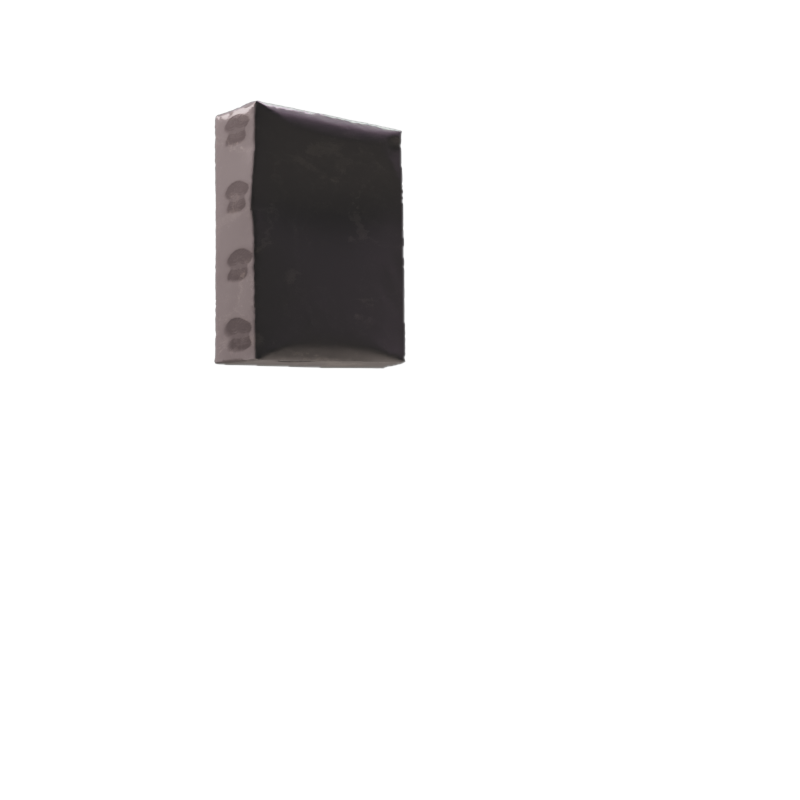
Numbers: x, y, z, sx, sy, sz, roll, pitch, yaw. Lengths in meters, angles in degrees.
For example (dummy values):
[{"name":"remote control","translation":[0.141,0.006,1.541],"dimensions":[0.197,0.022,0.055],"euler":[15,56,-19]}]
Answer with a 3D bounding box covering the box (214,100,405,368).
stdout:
[{"name":"box","translation":[-0.074,-0.136,0.952],"dimensions":[0.157,0.218,0.074],"euler":[4,-9,-39]}]
